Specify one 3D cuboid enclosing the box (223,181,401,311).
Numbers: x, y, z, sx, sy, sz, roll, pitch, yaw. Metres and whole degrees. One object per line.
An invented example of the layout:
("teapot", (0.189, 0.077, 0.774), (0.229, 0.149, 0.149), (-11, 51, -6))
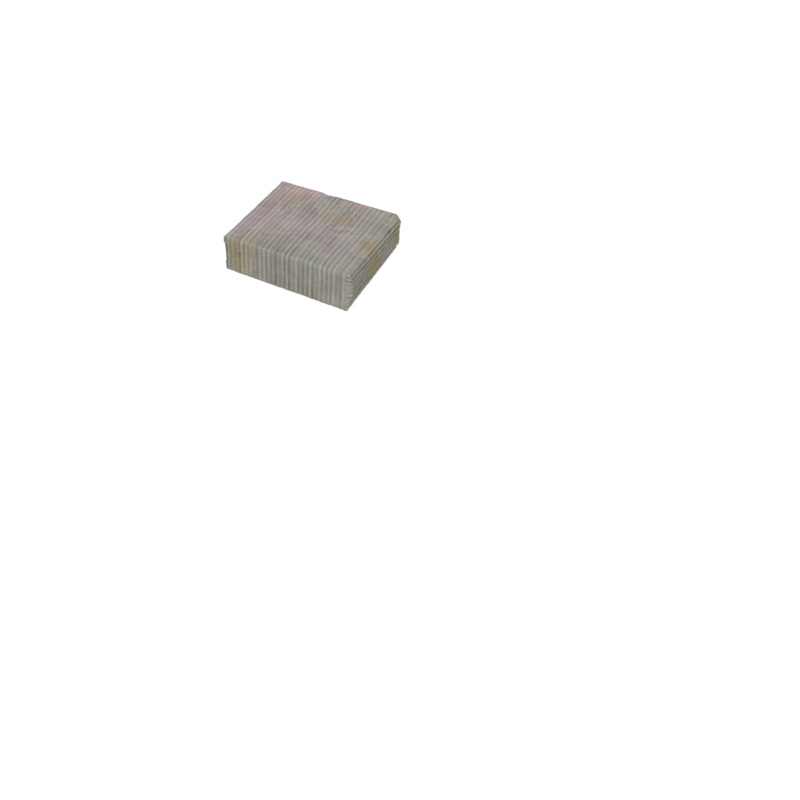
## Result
("box", (-0.055, -0.100, 0.700), (0.093, 0.028, 0.075), (19, 44, 20))
